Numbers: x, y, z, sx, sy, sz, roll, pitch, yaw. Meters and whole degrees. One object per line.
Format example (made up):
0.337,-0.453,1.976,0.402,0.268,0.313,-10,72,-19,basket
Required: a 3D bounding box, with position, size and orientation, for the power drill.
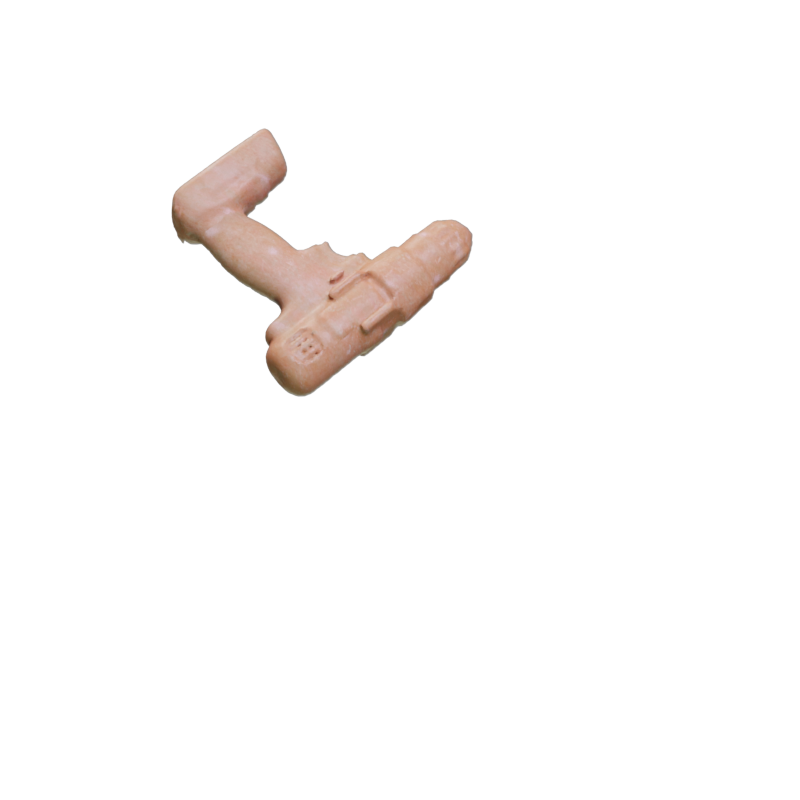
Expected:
-0.065,-0.118,0.828,0.186,0.198,0.054,-38,-23,-20,power drill
